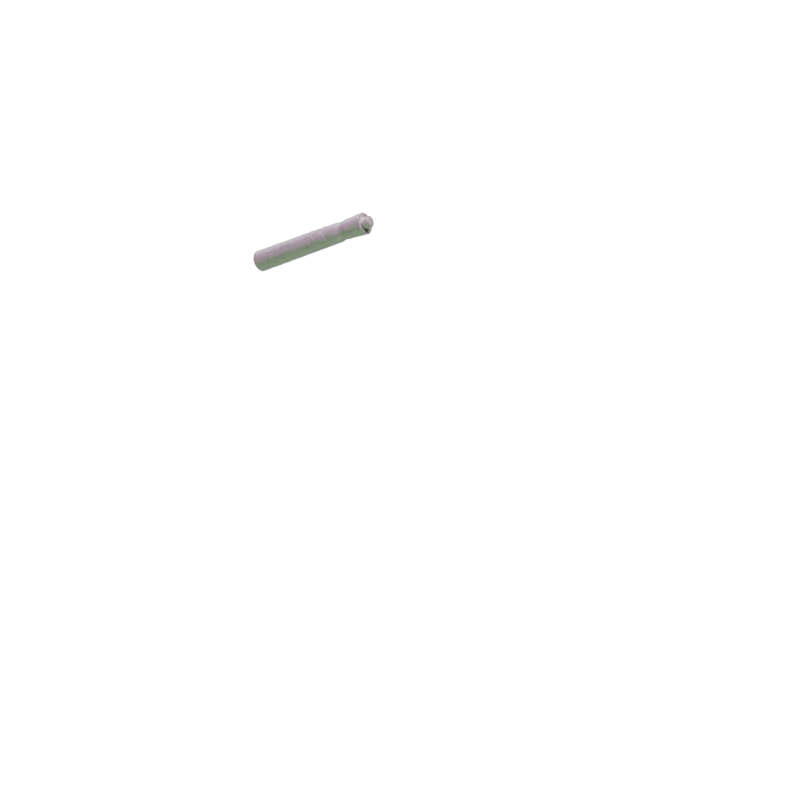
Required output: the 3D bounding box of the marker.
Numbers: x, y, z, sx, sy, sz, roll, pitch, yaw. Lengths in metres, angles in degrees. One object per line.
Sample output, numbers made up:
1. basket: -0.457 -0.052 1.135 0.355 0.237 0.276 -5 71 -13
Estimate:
1. marker: -0.074 -0.135 0.946 0.123 0.020 0.019 -14 -5 33
